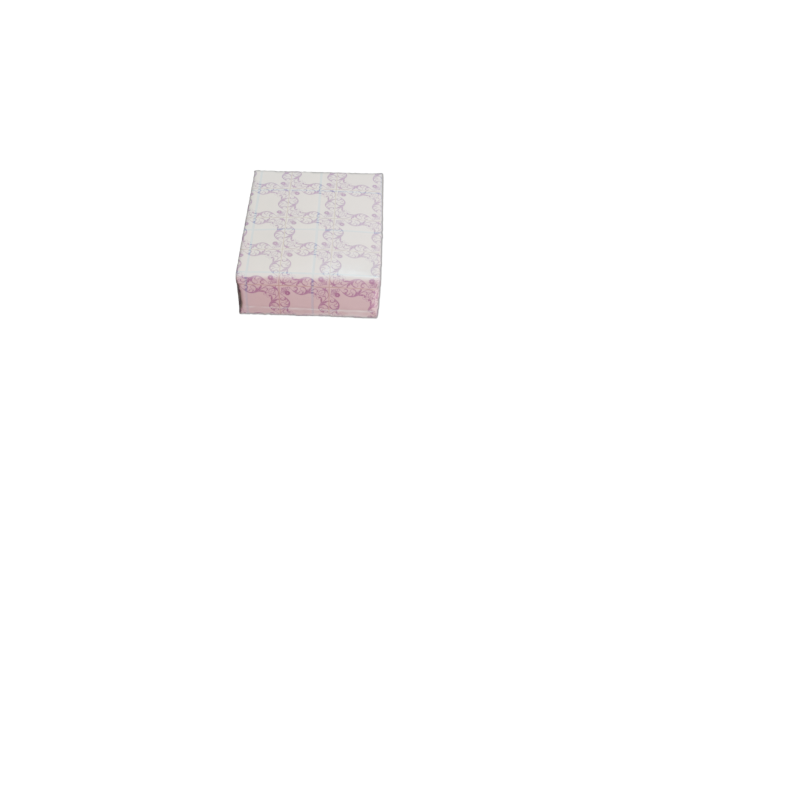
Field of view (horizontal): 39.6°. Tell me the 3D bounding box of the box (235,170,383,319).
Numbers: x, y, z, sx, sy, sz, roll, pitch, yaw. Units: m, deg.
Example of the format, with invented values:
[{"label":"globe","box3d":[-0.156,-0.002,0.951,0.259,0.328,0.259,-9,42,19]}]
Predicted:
[{"label":"box","box3d":[-0.057,-0.104,0.726,0.090,0.036,0.121,1,43,1]}]
